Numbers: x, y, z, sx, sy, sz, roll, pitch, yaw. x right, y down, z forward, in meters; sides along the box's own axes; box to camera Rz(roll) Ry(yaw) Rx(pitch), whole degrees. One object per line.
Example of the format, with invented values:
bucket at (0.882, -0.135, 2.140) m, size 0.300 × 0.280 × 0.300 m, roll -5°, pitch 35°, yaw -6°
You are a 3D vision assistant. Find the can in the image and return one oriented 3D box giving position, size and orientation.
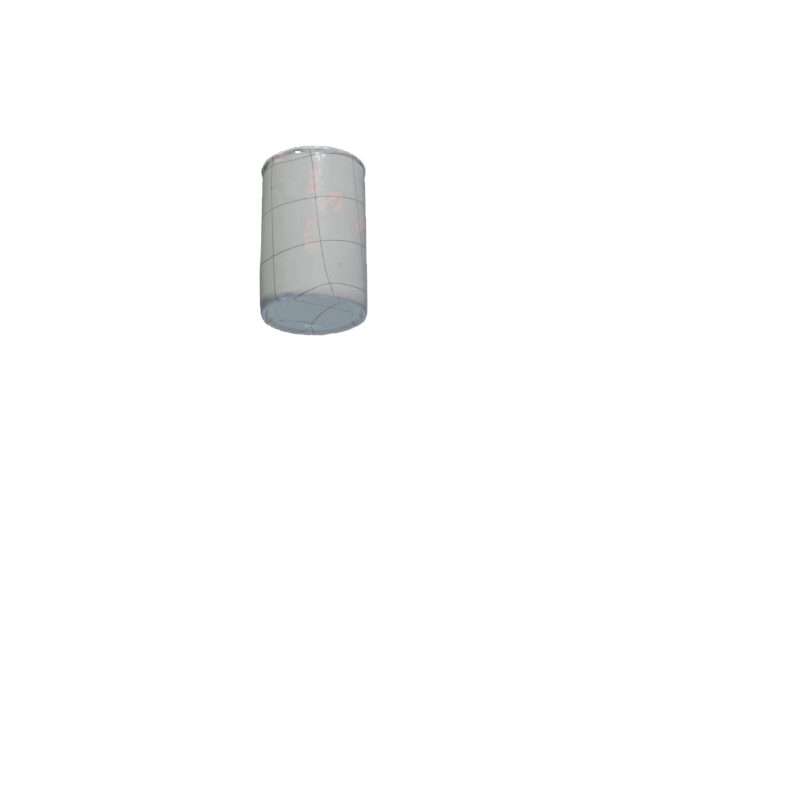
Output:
can at (-0.055, -0.100, 0.699) m, size 0.068 × 0.108 × 0.065 m, roll 0°, pitch -23°, yaw -2°
